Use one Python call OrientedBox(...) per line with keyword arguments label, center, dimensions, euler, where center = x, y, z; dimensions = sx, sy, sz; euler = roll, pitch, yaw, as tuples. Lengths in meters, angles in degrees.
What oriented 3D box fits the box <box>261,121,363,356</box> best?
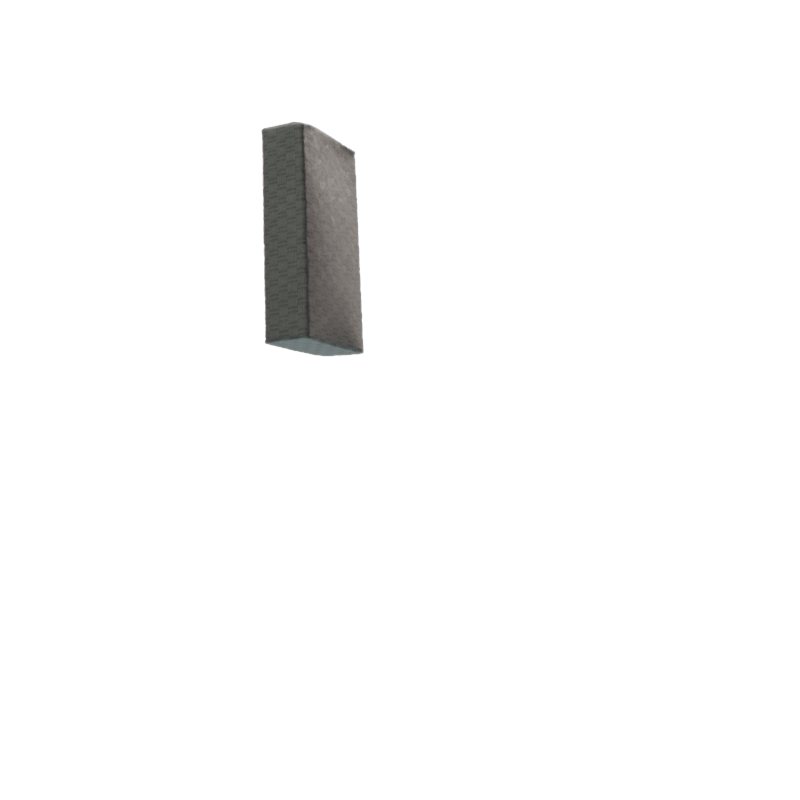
OrientedBox(label="box", center=(-0.070, -0.128, 0.893), dimensions=(0.049, 0.182, 0.088), euler=(-8, -14, 27))
